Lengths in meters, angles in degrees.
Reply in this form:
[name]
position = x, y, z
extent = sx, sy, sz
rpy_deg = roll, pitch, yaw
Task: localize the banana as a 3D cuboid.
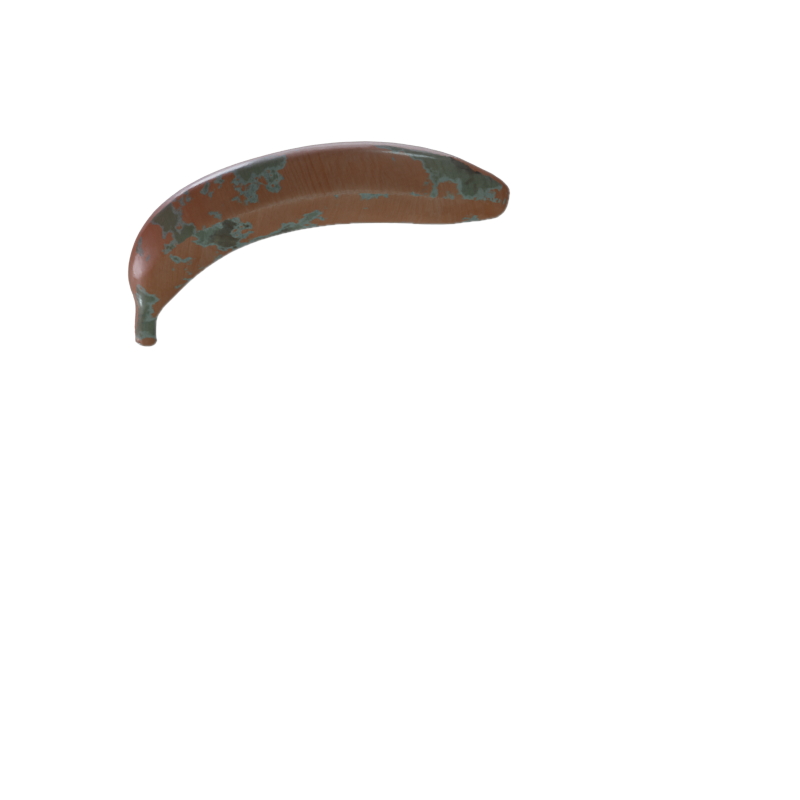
[banana]
position = -0.052, -0.085, 0.518
extent = 0.199, 0.039, 0.064
rpy_deg = -17, -48, 16
